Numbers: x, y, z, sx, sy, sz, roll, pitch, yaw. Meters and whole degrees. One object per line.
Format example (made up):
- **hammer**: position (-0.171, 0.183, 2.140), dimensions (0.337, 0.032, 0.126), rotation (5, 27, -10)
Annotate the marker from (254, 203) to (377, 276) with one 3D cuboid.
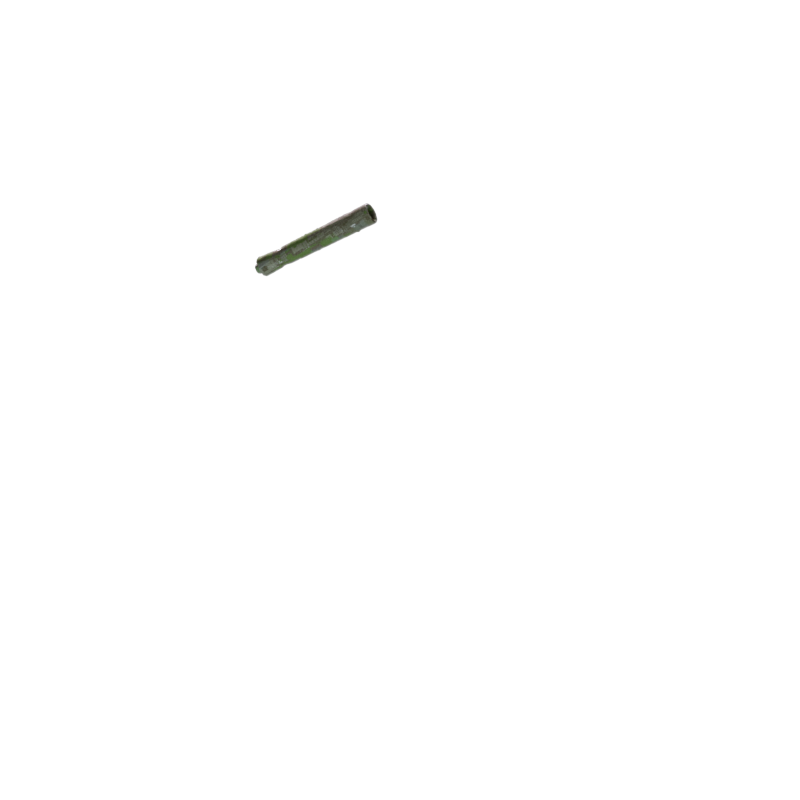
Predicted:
- **marker**: position (-0.076, -0.138, 0.965), dimensions (0.121, 0.020, 0.019), rotation (-23, -6, 23)
